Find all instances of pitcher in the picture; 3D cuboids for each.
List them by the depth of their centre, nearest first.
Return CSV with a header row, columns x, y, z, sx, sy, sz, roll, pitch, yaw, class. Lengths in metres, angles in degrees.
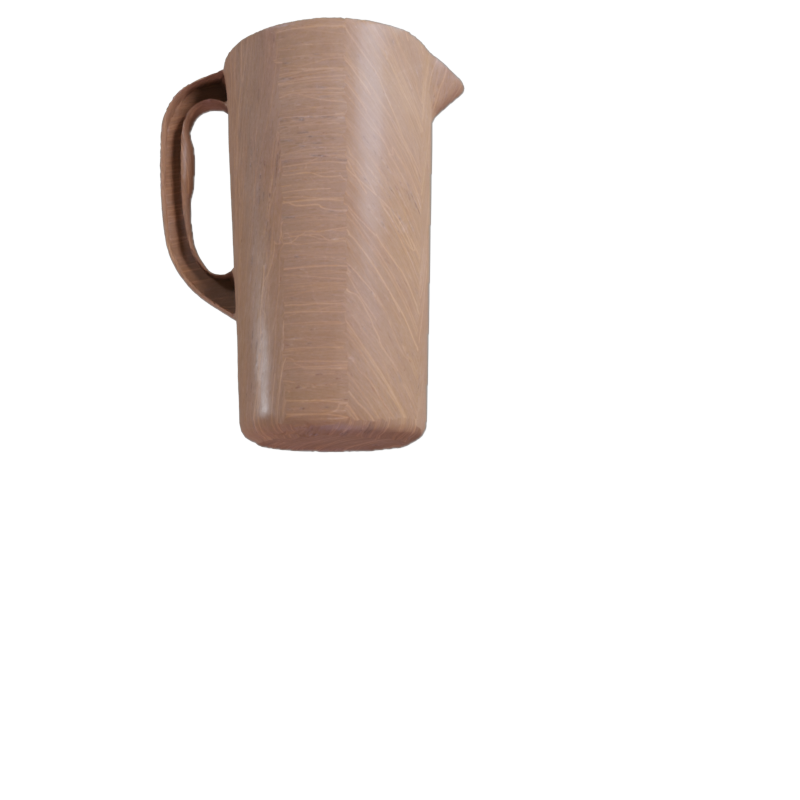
x,y,z,sx,sy,sz,roll,pitch,yaw,class
-0.052,-0.096,0.669,0.137,0.252,0.152,12,-19,-41,pitcher
